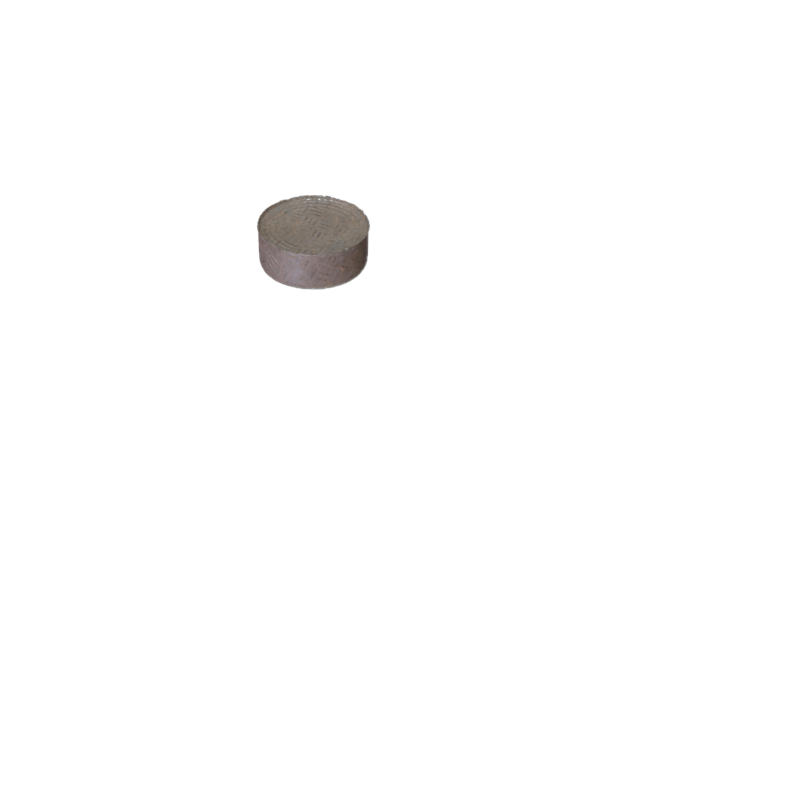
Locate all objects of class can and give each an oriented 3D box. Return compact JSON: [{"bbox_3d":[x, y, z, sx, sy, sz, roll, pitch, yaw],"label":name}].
[{"bbox_3d":[-0.066,-0.121,0.849,0.086,0.031,0.092,-1,38,-2],"label":"can"}]
